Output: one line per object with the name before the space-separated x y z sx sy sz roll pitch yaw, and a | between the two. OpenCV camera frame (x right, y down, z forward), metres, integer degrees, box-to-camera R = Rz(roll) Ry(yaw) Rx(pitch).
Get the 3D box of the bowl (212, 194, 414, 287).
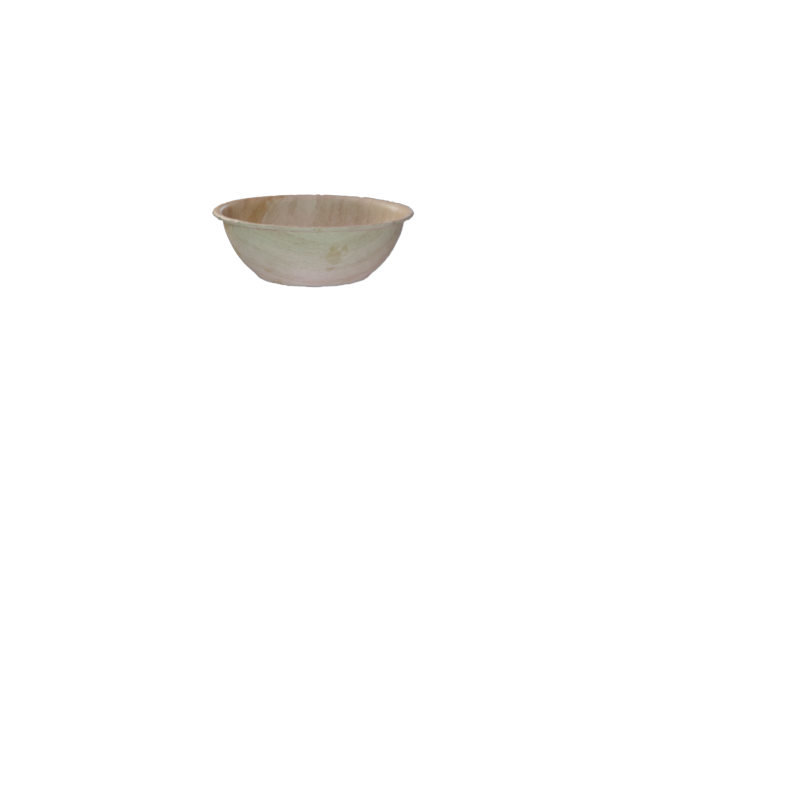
bowl | -0.070 -0.128 0.895 0.162 0.053 0.168 -1 18 -2
